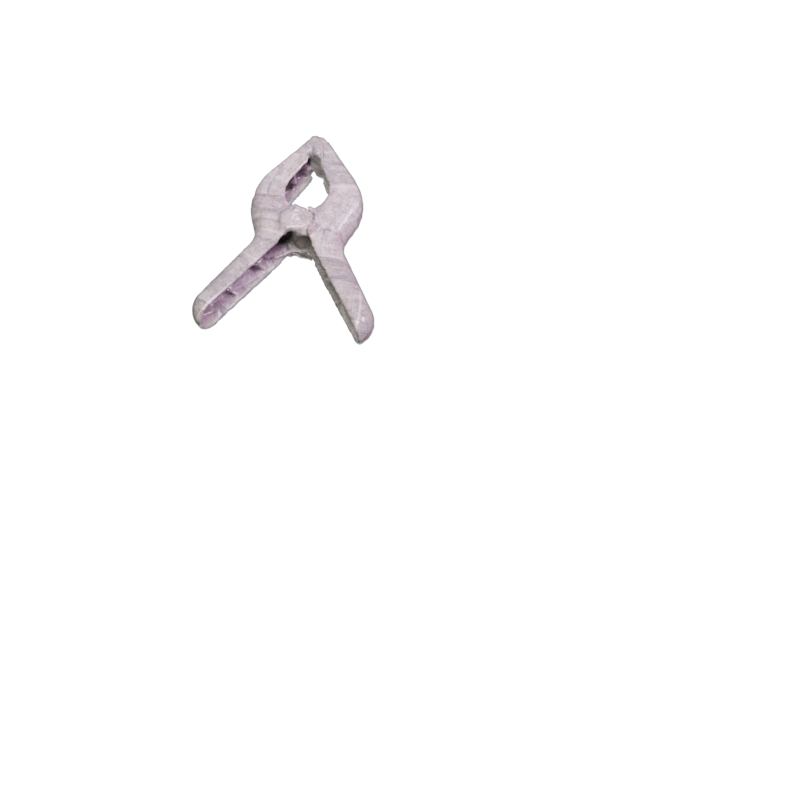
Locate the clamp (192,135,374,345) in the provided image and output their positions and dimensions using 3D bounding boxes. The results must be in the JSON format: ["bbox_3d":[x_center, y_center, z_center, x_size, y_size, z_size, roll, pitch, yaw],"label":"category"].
[{"bbox_3d":[-0.060,-0.109,0.764,0.122,0.180,0.037,14,-31,8],"label":"clamp"}]
